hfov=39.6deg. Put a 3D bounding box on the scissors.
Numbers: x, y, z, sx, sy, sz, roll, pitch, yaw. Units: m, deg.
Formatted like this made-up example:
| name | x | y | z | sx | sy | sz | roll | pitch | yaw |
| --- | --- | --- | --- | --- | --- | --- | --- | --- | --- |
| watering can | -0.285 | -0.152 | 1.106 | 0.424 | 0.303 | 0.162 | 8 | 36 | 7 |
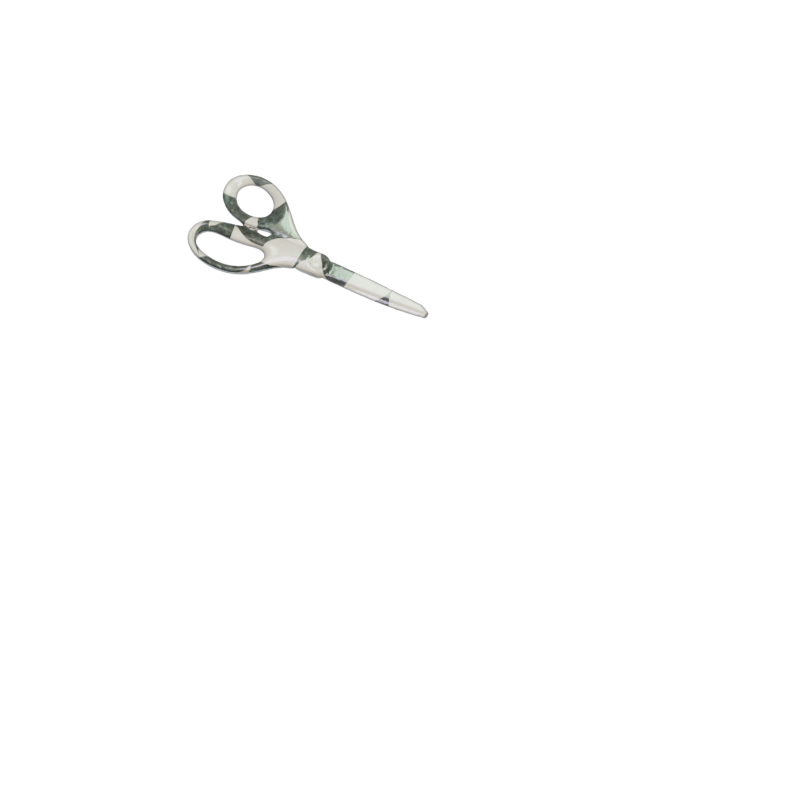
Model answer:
| name | x | y | z | sx | sy | sz | roll | pitch | yaw |
| --- | --- | --- | --- | --- | --- | --- | --- | --- | --- |
| scissors | -0.071 | -0.129 | 0.902 | 0.203 | 0.100 | 0.015 | 10 | -21 | 4 |
